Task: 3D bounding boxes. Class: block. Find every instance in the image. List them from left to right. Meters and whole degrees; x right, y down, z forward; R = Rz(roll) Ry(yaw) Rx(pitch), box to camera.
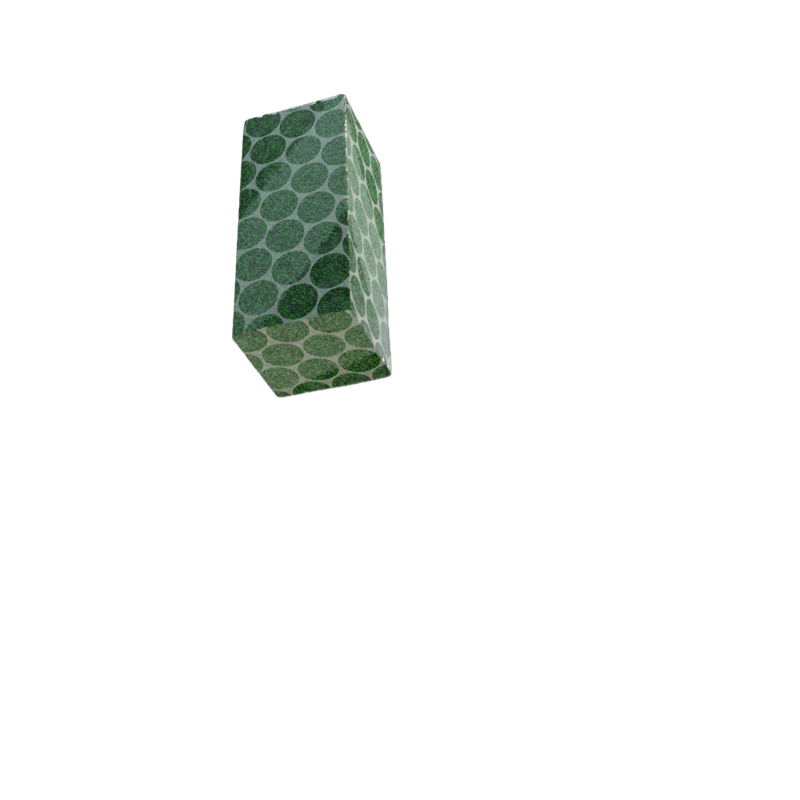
[{"bbox_3d":[-0.066,-0.119,0.834,0.091,0.221,0.084,-13,-37,14],"label":"block"}]
